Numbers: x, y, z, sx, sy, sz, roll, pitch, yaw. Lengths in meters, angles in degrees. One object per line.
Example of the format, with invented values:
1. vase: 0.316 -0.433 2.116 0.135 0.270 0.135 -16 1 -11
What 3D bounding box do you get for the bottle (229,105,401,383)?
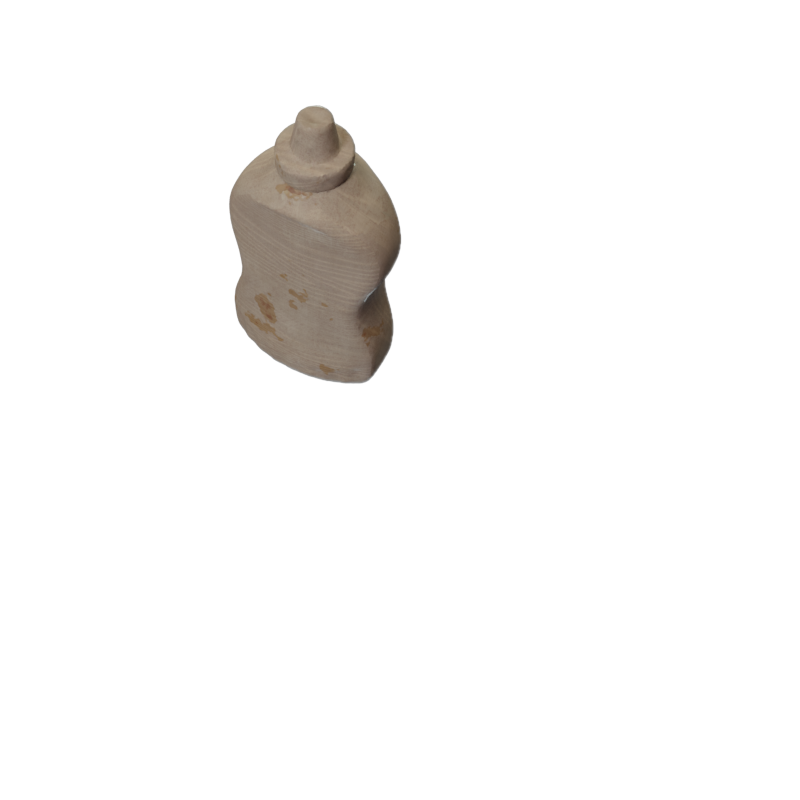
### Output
1. bottle: -0.048 -0.088 0.611 0.100 0.060 0.179 28 -31 15
